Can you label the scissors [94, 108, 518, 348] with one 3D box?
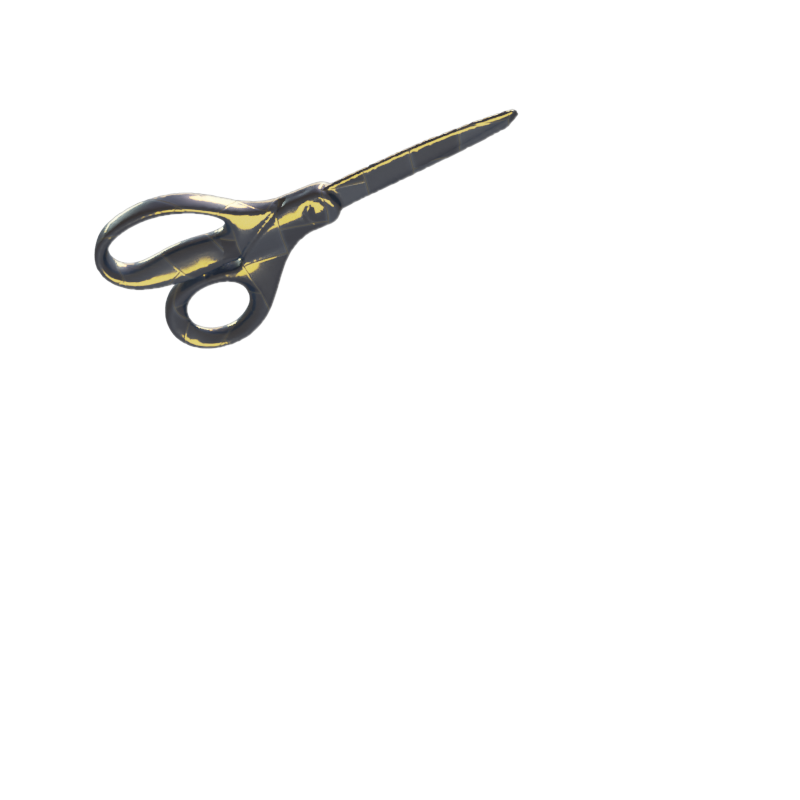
[{"bbox_3d":[-0.040,-0.073,0.512,0.203,0.089,0.017,-10,40,8],"label":"scissors"}]
